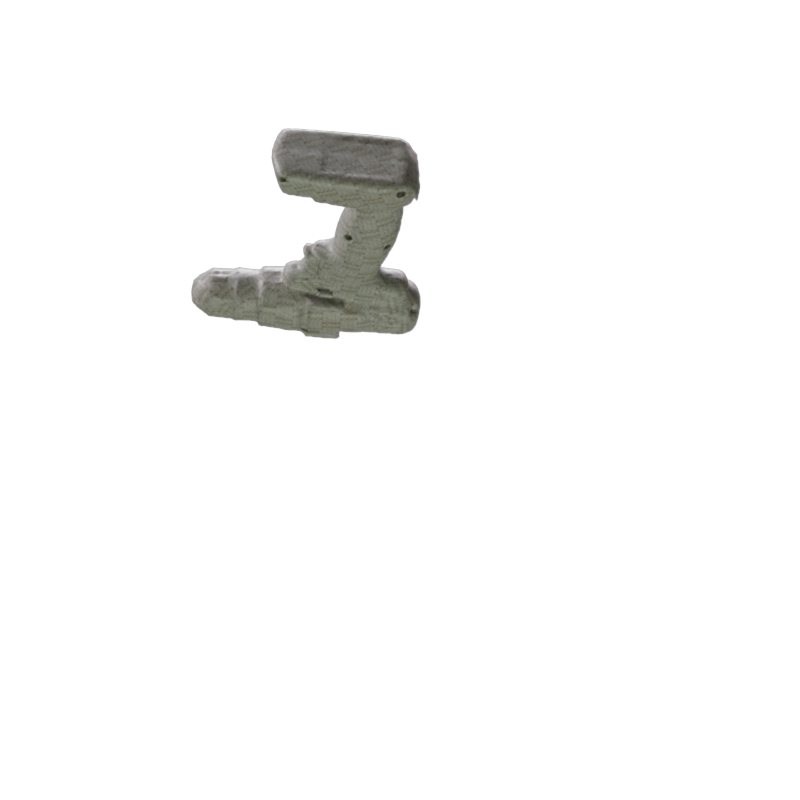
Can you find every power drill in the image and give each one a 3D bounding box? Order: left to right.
[{"bbox_3d":[-0.066,-0.121,0.845,0.183,0.061,0.176,4,-37,-6],"label":"power drill"}]
